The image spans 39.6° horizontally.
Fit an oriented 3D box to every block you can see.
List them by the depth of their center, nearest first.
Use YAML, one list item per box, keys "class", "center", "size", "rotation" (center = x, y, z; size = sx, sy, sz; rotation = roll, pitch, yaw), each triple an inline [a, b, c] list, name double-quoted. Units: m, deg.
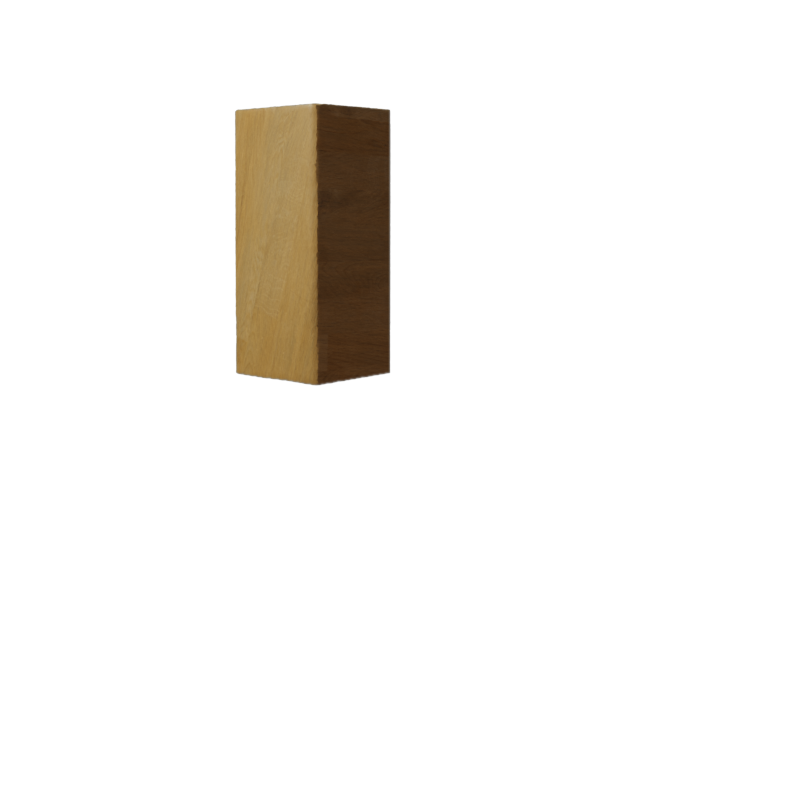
- class: "block"
  center: [-0.067, -0.123, 0.864]
  size: [0.094, 0.205, 0.087]
  rotation: [3, 4, 41]
